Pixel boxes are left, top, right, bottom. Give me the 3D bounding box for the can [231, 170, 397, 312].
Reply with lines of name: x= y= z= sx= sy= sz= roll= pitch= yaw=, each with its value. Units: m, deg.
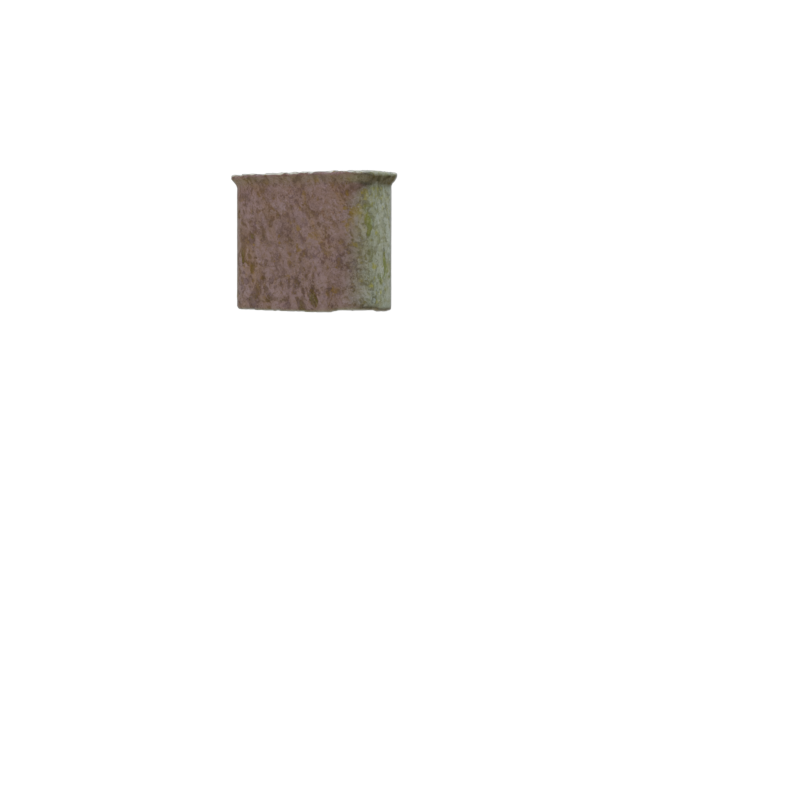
can: x=-0.054 y=-0.098 z=0.684 sx=0.106 sy=0.083 sz=0.056 roll=3 pitch=4 yaw=29
